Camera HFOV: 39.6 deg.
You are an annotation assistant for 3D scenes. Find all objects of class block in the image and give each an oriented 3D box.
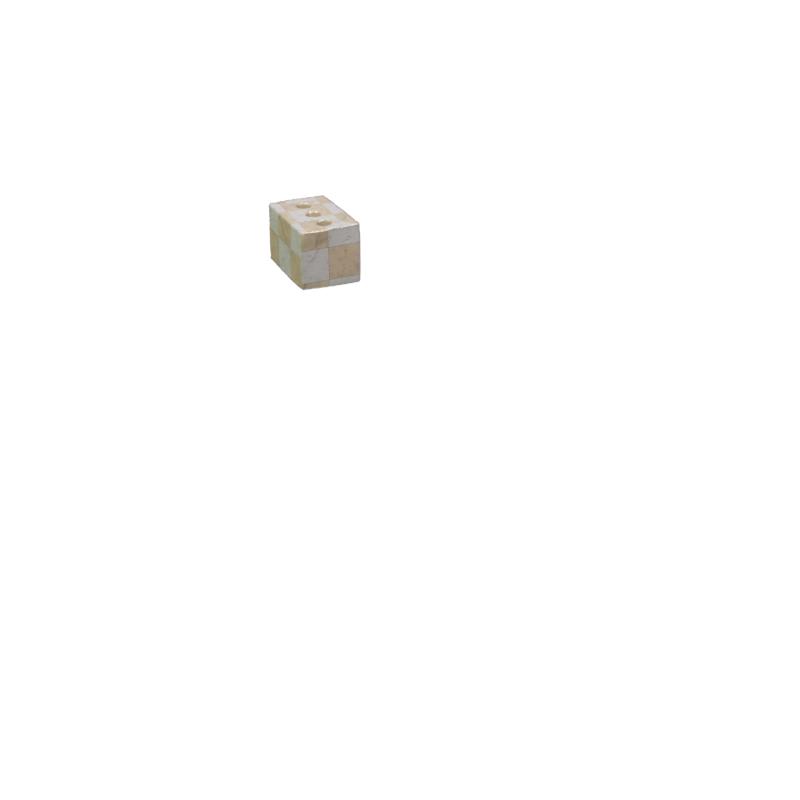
[{"bbox_3d":[-0.072,-0.131,0.920,0.052,0.049,0.084,-11,29,-23],"label":"block"}]
